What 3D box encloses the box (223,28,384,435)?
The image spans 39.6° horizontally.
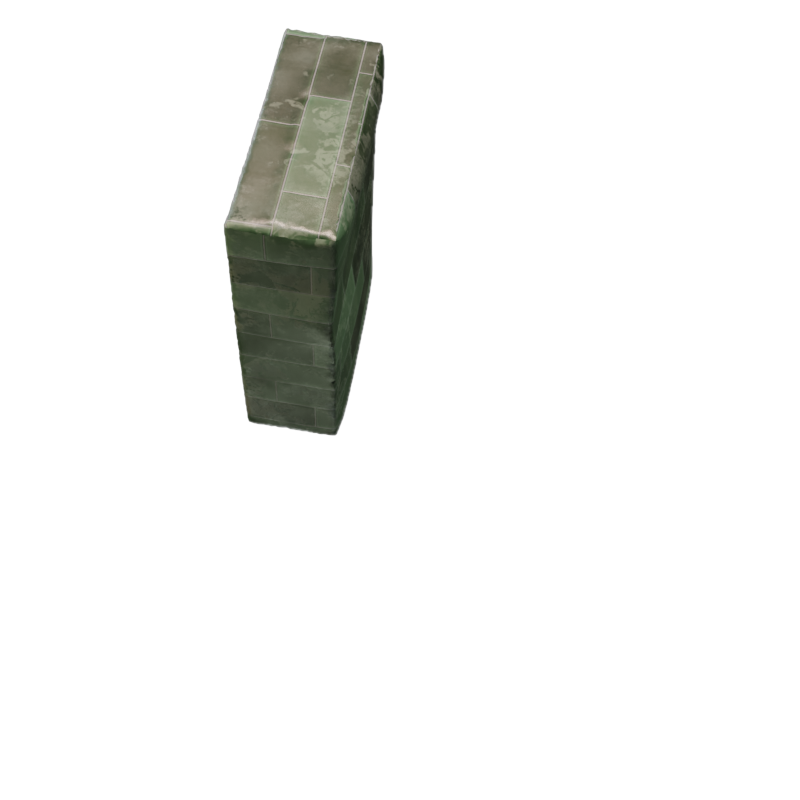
[{"bbox_3d":[-0.056,-0.102,0.715,0.072,0.174,0.200,8,-34,2],"label":"box"}]
